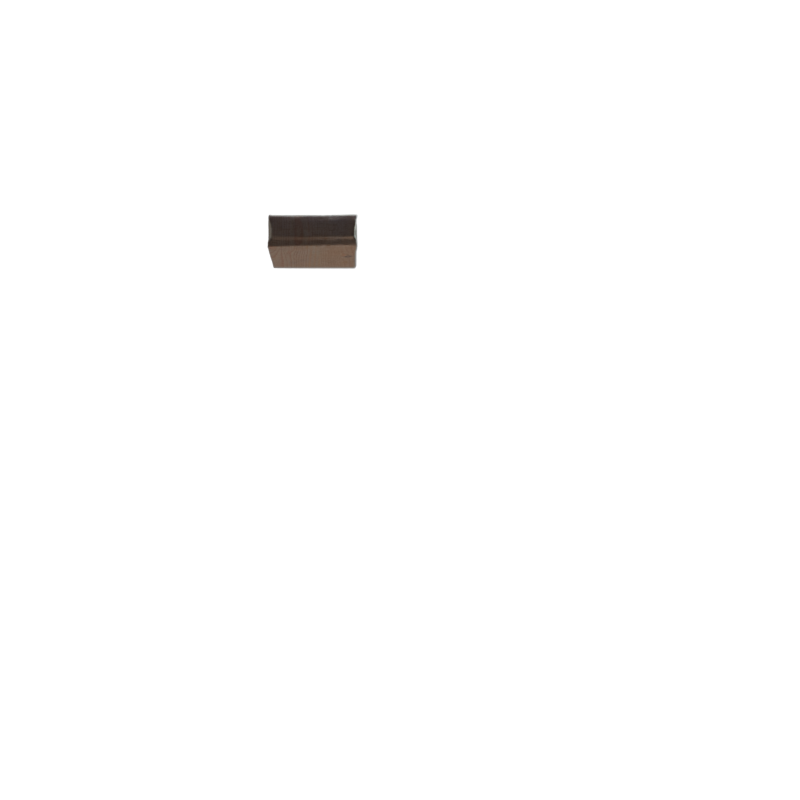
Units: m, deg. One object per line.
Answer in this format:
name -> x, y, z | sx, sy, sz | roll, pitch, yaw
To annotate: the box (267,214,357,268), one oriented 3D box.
box -> -0.073, -0.133, 0.931 | 0.073, 0.031, 0.087 | 0, -7, -1
